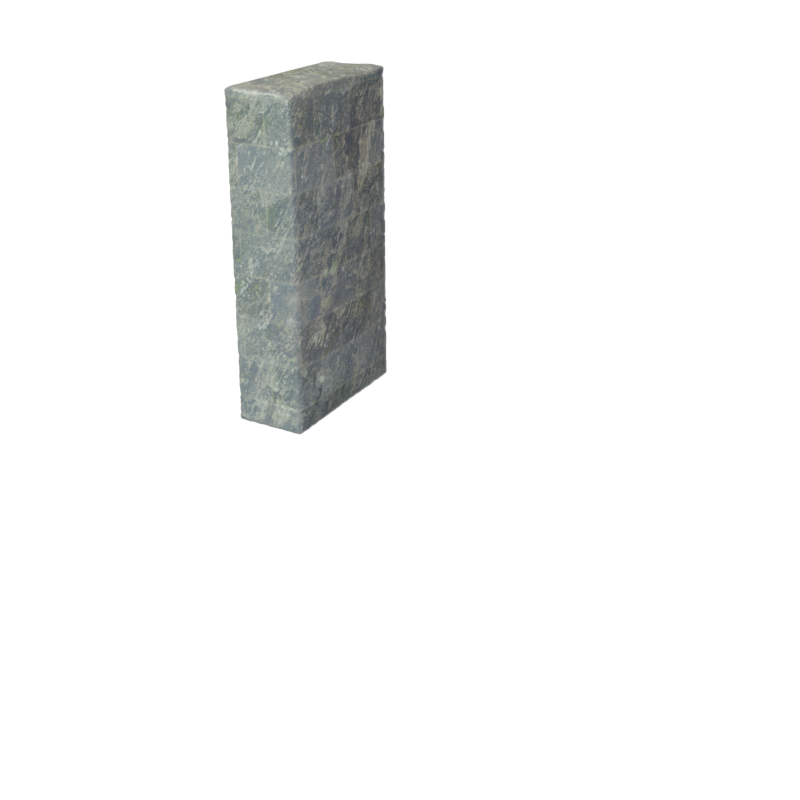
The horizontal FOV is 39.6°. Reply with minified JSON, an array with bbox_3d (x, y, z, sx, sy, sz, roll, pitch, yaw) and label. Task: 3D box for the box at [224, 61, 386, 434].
[{"bbox_3d":[-0.045,-0.083,0.580,0.050,0.168,0.094,12,24,27],"label":"box"}]
